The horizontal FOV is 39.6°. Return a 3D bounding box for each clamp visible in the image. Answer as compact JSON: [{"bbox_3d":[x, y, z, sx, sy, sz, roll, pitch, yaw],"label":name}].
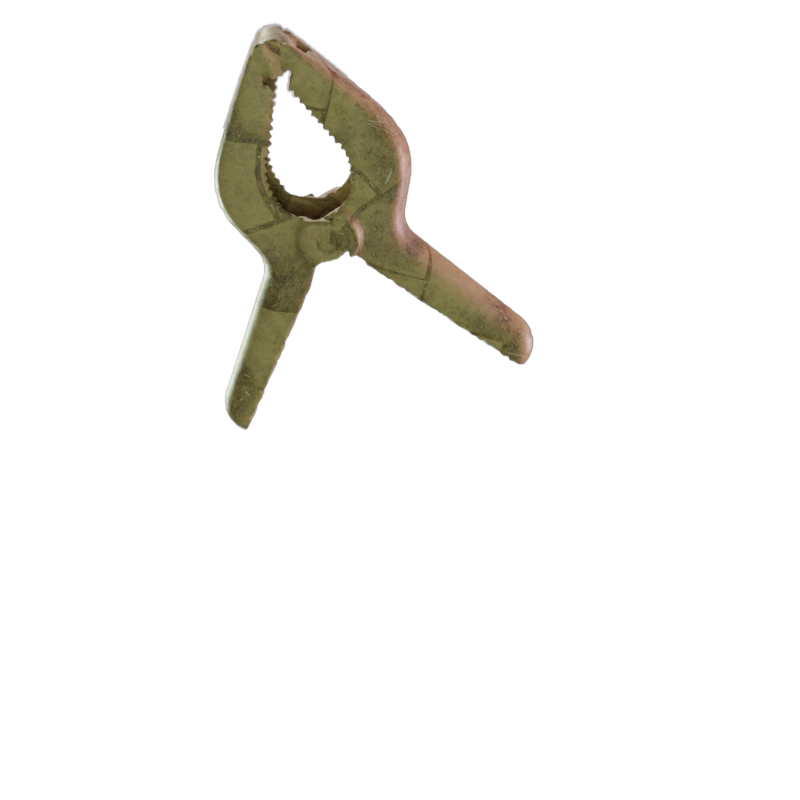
[{"bbox_3d":[-0.043,-0.078,0.547,0.165,0.197,0.039,-20,26,10],"label":"clamp"}]
